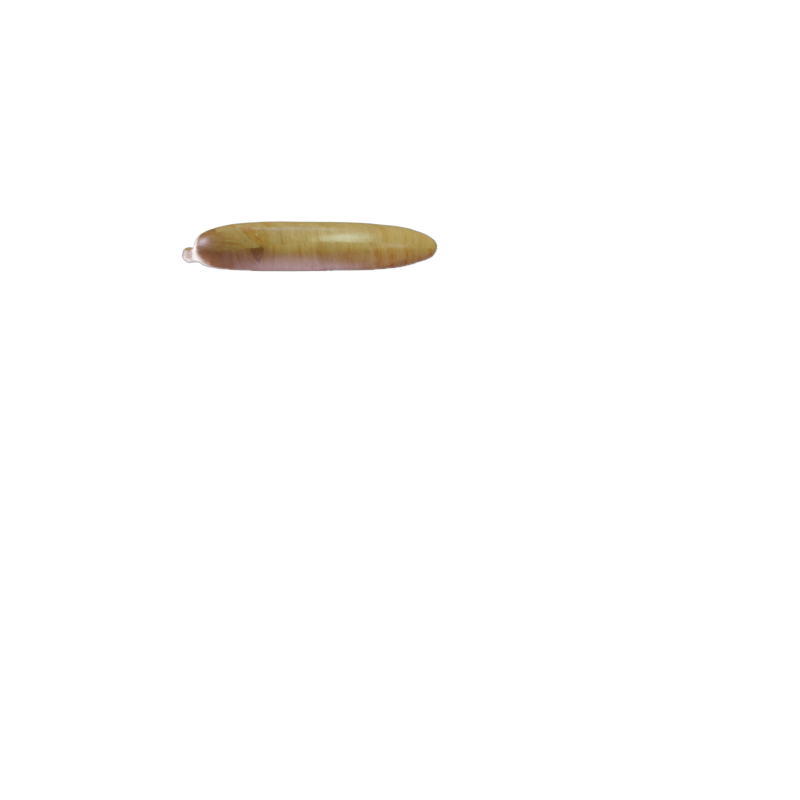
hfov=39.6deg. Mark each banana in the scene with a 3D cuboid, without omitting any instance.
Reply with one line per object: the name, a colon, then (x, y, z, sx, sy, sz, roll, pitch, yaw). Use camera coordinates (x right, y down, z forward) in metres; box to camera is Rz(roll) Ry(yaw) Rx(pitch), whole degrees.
banana: (-0.070, -0.117, 0.831, 0.198, 0.036, 0.071, 0, 13, 1)
